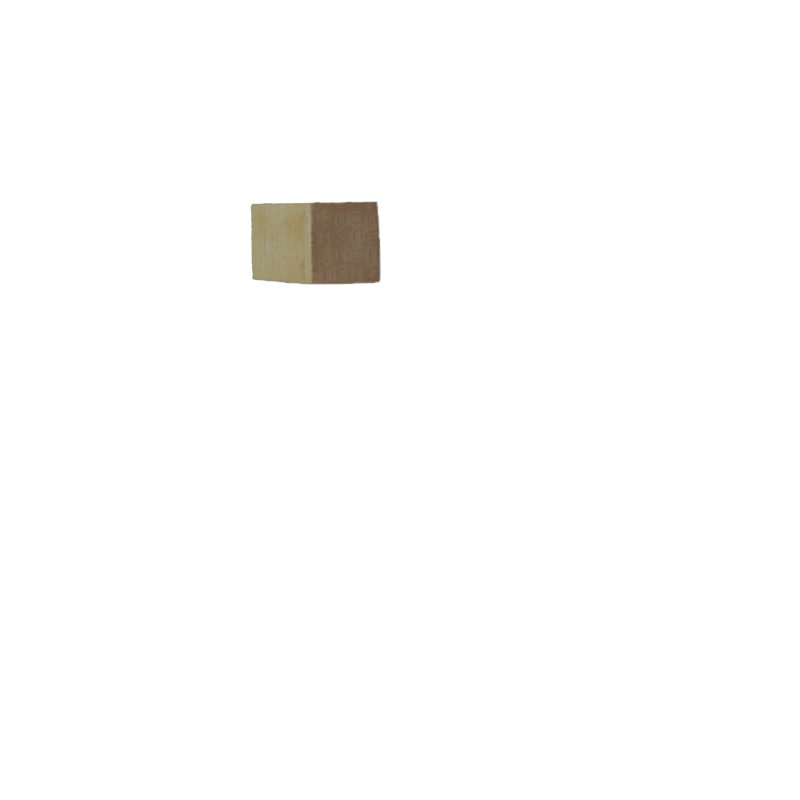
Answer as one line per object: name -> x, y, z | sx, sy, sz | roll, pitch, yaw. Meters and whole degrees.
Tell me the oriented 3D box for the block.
block -> -0.056, -0.101, 0.711 | 0.051, 0.051, 0.081 | -4, 8, -35
